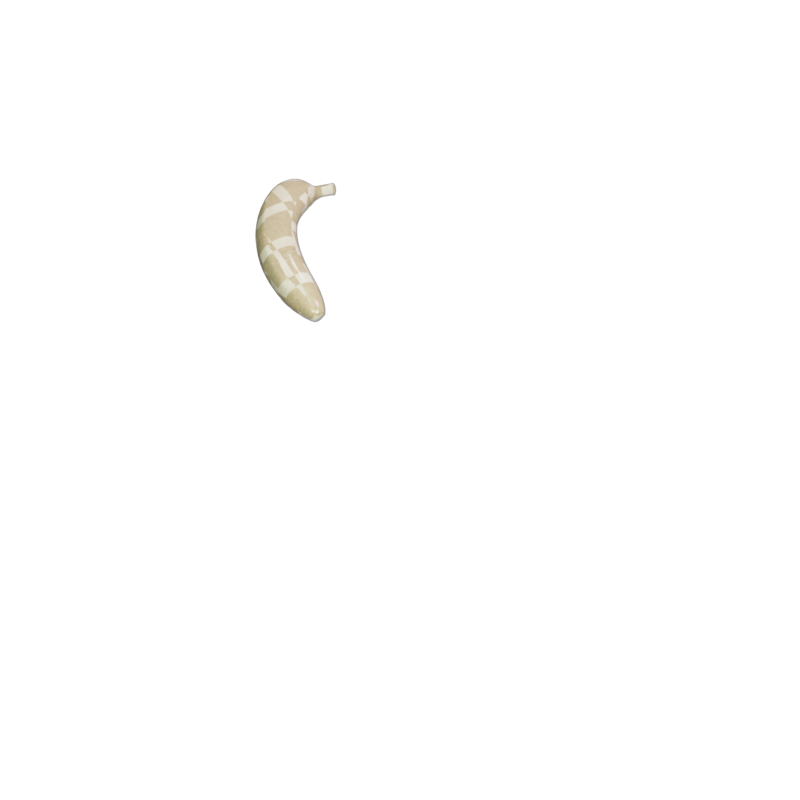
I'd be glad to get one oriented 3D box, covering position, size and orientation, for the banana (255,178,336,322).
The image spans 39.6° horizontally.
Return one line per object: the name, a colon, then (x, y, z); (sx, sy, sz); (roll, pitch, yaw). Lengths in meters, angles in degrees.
banana: (-0.096, -0.145, 0.990); (0.070, 0.034, 0.212); (1, 43, 0)
